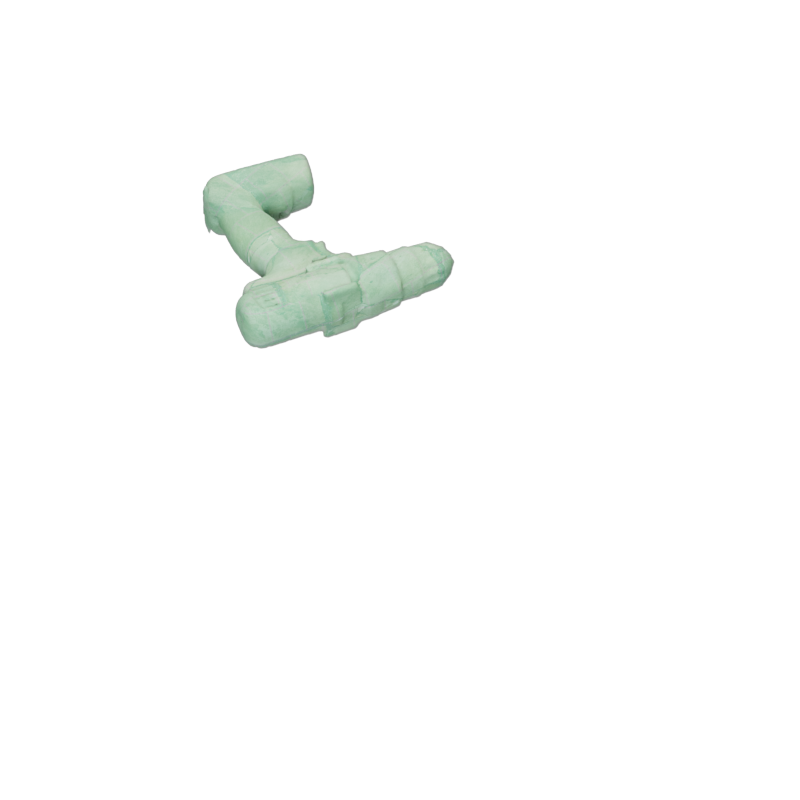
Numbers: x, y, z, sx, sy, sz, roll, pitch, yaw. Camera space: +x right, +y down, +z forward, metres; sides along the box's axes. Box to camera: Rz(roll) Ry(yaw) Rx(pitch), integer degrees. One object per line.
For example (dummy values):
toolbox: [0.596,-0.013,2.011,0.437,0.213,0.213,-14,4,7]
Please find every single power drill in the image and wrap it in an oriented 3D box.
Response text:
power drill: [-0.073,-0.133,0.929,0.182,0.053,0.203,-18,45,-19]
